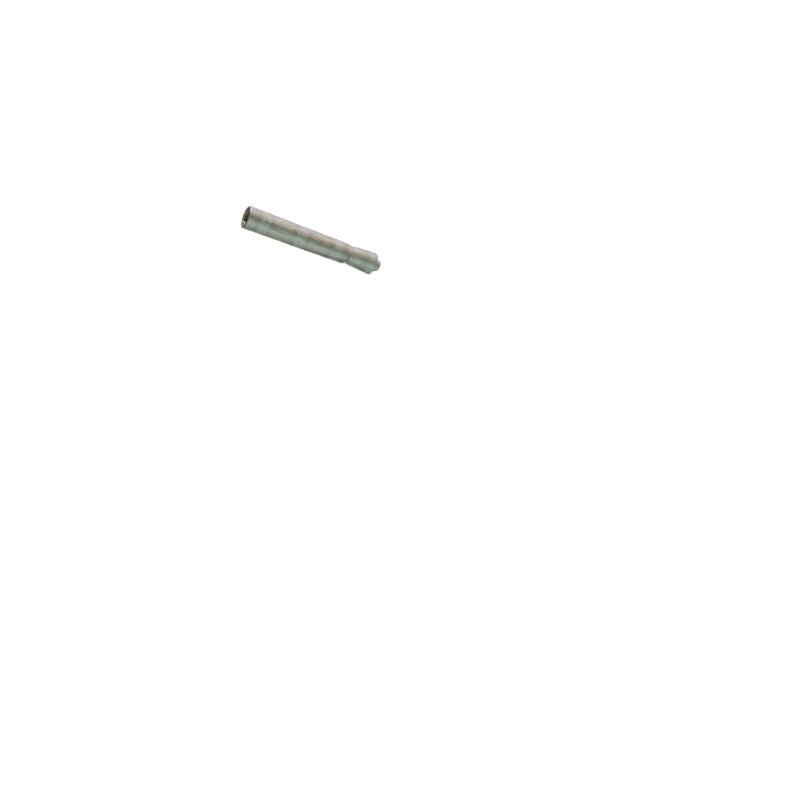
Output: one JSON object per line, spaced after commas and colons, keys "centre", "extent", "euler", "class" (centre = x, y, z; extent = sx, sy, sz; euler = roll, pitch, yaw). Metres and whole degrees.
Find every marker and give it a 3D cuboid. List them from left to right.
{"centre": [-0.070, -0.127, 0.893], "extent": [0.116, 0.020, 0.020], "euler": [18, -3, -20], "class": "marker"}
